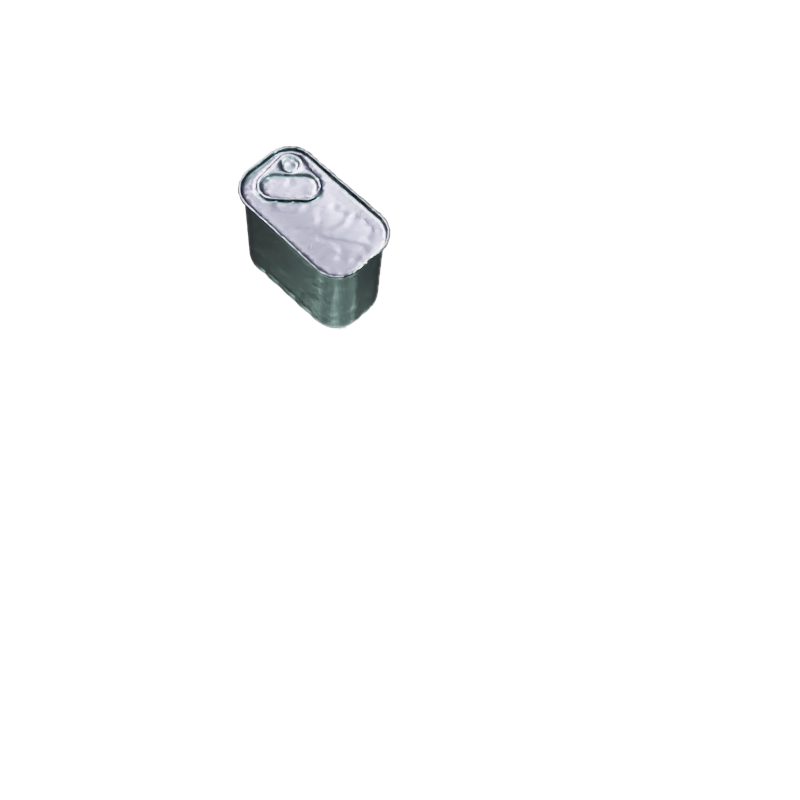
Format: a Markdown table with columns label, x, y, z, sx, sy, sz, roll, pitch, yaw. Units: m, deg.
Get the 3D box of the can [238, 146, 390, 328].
| label | x | y | z | sx | sy | sz | roll | pitch | yaw |
| --- | --- | --- | --- | --- | --- | --- | --- | --- | --- |
| can | -0.057 | -0.105 | 0.733 | 0.058 | 0.107 | 0.079 | -41 | -19 | -19 |
